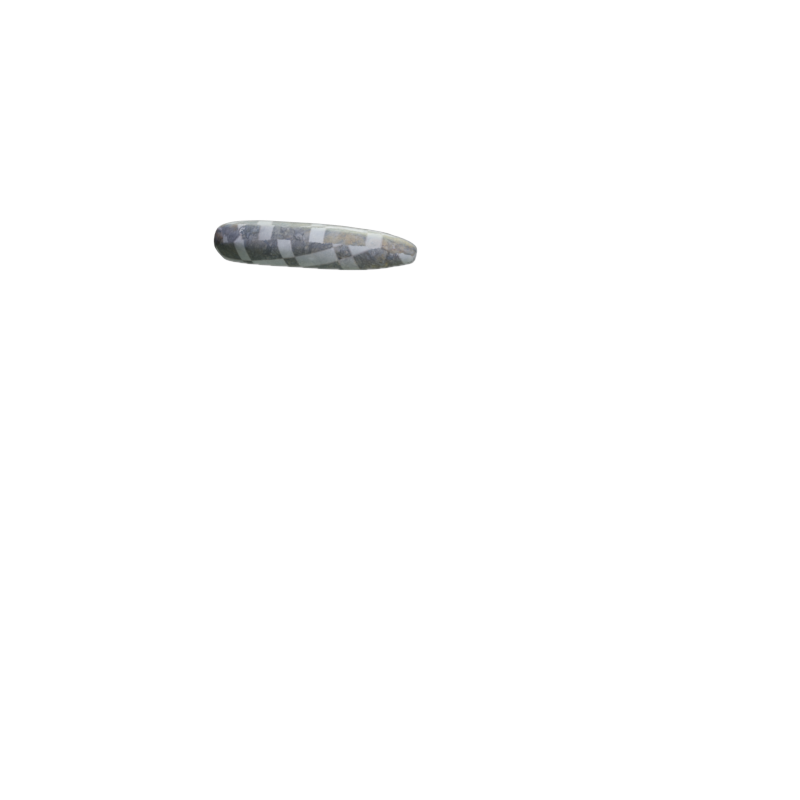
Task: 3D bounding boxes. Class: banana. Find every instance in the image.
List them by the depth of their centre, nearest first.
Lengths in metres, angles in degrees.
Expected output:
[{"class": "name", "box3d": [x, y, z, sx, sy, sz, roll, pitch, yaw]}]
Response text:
[{"class": "banana", "box3d": [-0.085, -0.128, 0.907, 0.206, 0.036, 0.068, 9, 14, 34]}]
